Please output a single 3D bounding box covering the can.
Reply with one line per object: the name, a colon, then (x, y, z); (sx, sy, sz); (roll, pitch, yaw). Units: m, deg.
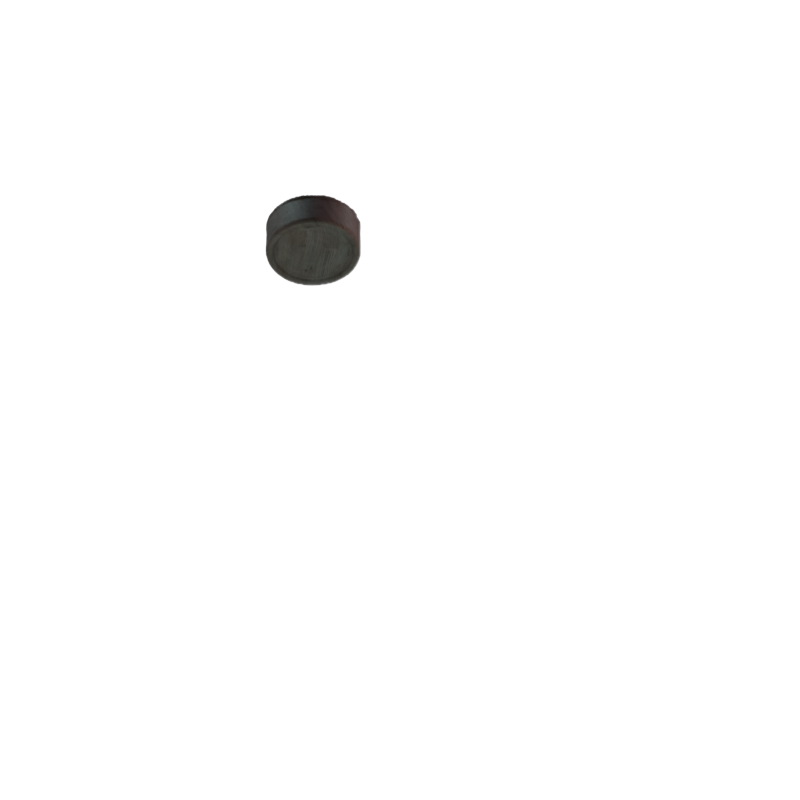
can: (-0.077, -0.141, 0.990); (0.086, 0.036, 0.080); (1, -40, -2)
